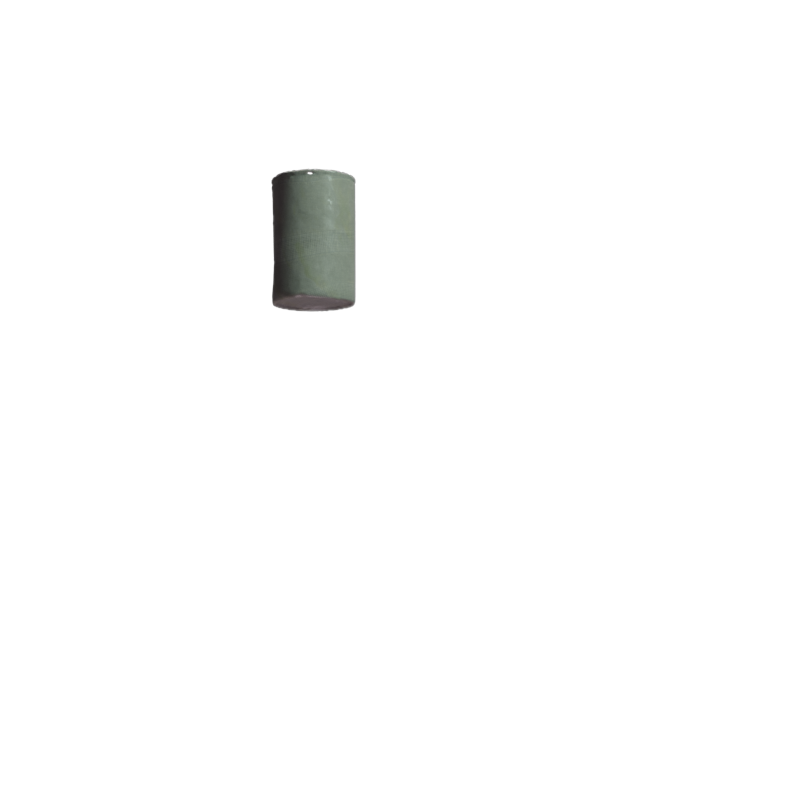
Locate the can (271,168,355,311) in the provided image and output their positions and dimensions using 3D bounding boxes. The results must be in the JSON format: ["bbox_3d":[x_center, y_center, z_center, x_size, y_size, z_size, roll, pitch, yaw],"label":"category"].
[{"bbox_3d":[-0.069,-0.126,0.881,0.068,0.105,0.067,0,-10,-2],"label":"can"}]
